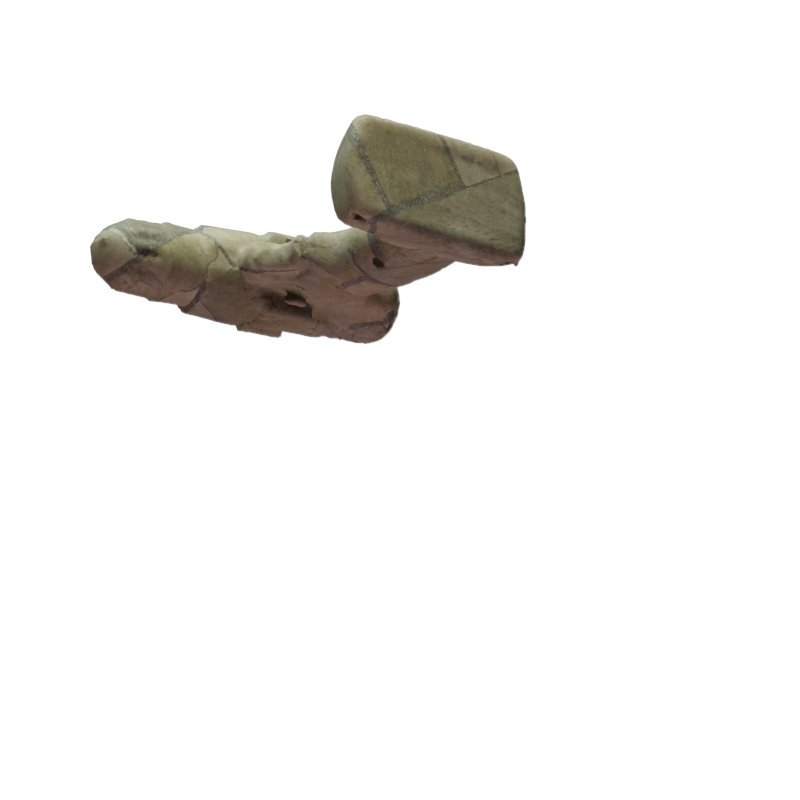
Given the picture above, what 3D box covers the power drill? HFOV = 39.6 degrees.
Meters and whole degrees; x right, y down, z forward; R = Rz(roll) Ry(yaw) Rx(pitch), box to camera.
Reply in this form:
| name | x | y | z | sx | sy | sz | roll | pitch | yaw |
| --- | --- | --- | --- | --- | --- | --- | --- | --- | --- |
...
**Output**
| name | x | y | z | sx | sy | sz | roll | pitch | yaw |
| --- | --- | --- | --- | --- | --- | --- | --- | --- | --- |
| power drill | -0.044 | -0.081 | 0.565 | 0.176 | 0.060 | 0.189 | 8 | -15 | -32 |
